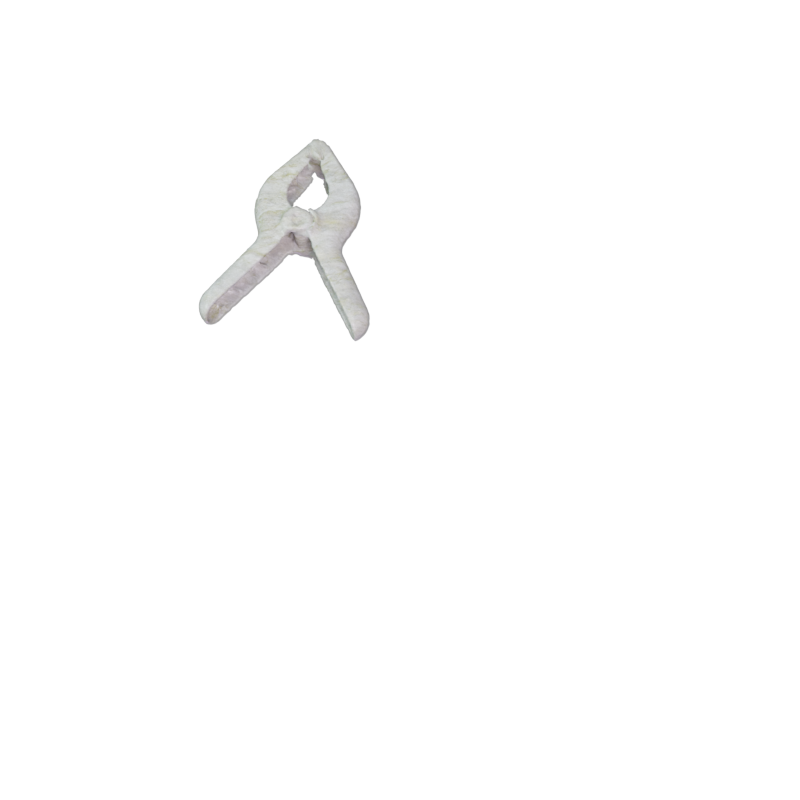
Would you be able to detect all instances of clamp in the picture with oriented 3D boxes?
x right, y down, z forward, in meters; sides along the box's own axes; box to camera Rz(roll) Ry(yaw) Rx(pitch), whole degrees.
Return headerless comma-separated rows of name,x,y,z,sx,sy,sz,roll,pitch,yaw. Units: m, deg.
clamp,-0.063,-0.116,0.810,0.122,0.179,0.037,15,-29,8
